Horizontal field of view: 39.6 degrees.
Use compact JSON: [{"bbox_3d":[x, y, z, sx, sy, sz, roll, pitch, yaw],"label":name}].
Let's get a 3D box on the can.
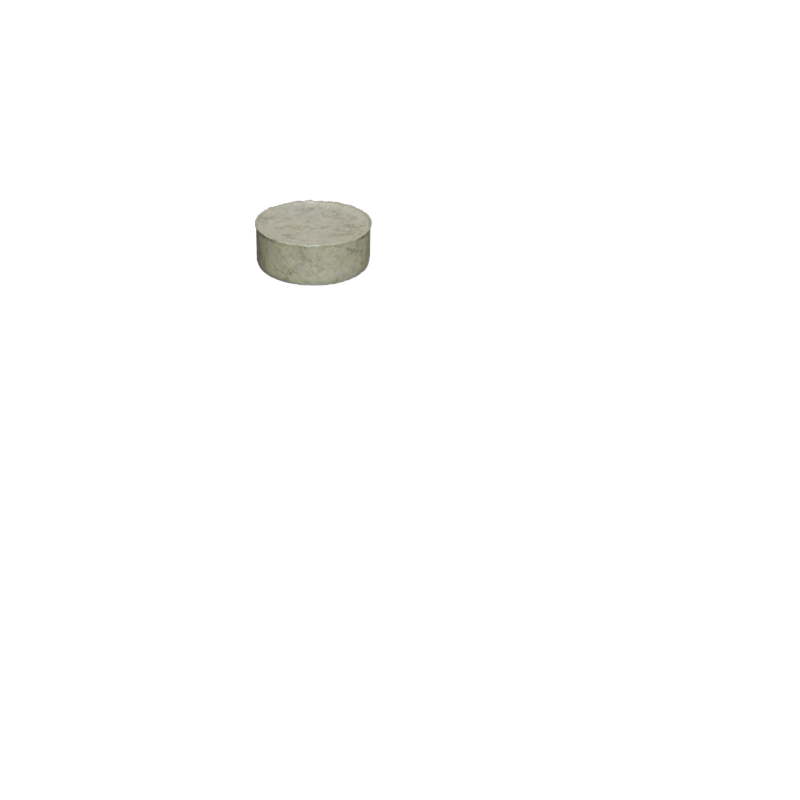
[{"bbox_3d":[-0.064,-0.117,0.820,0.086,0.032,0.091,-1,30,-2],"label":"can"}]
